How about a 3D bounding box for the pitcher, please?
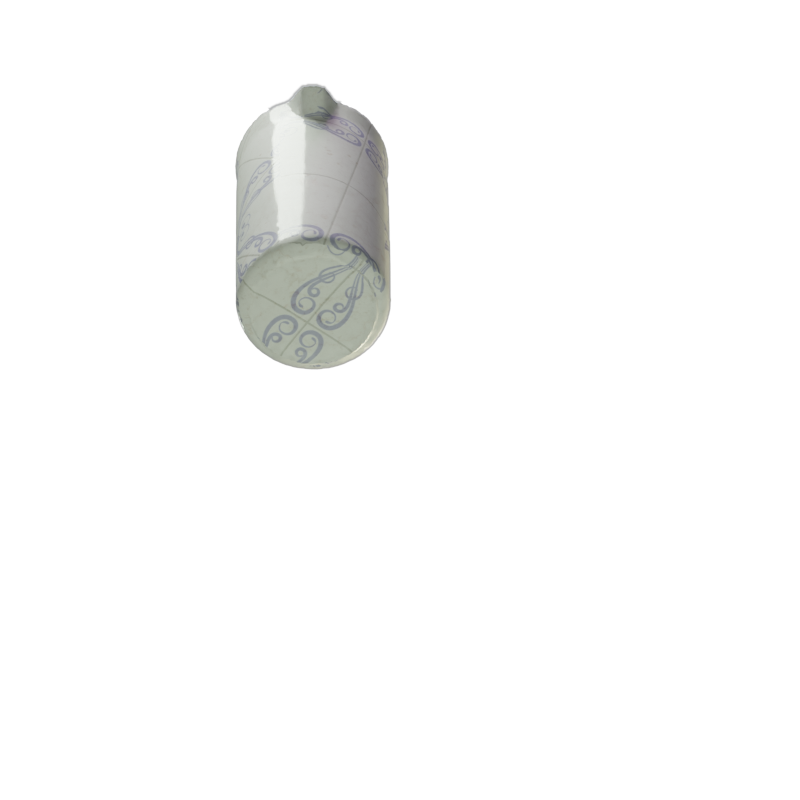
[{"bbox_3d":[-0.068,-0.124,0.871,0.144,0.141,0.259,-38,28,20],"label":"pitcher"}]
